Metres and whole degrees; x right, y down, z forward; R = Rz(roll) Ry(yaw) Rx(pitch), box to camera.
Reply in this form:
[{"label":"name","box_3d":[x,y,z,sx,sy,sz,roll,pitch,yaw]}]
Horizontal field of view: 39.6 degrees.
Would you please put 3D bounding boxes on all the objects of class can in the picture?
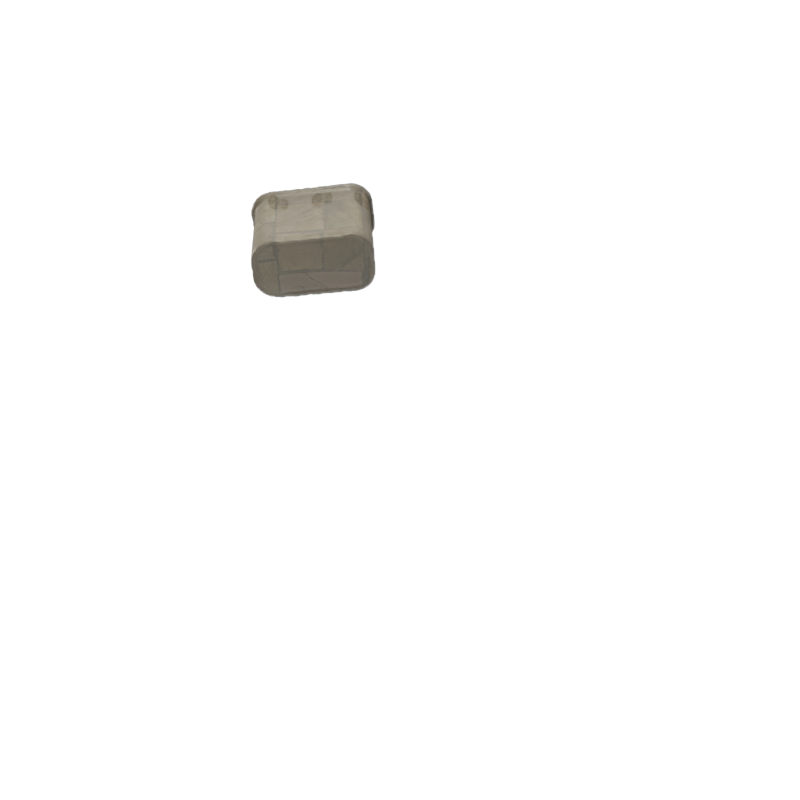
[{"label":"can","box_3d":[-0.070,-0.128,0.896,0.102,0.054,0.089,-6,34,2]}]
